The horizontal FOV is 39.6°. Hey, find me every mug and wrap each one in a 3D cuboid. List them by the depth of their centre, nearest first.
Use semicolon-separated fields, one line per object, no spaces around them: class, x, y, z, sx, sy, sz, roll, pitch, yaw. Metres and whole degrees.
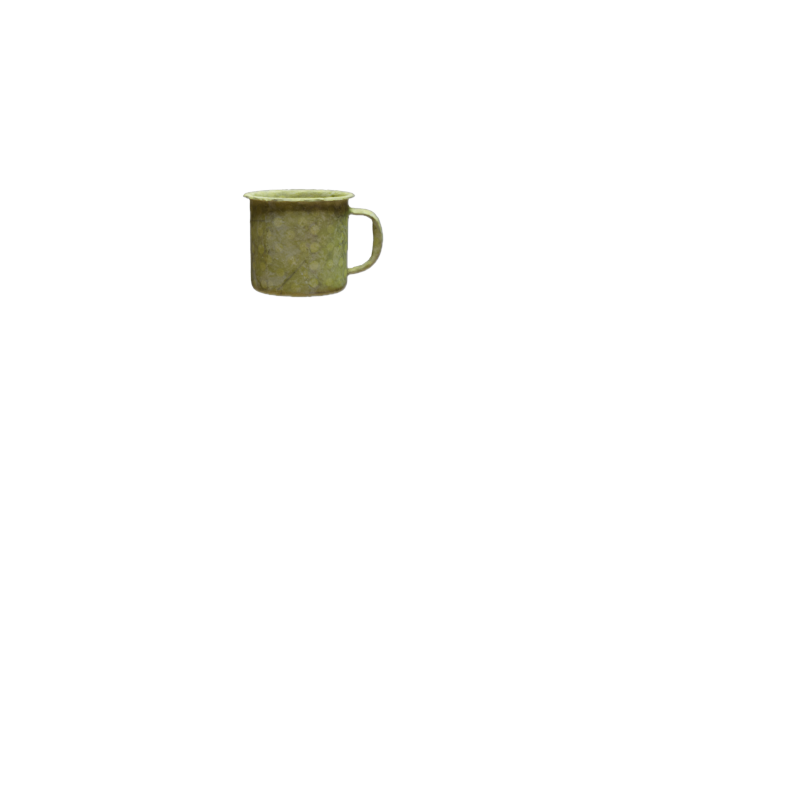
mug;-0.073;-0.133;0.929;0.116;0.080;0.096;-1;12;-7
